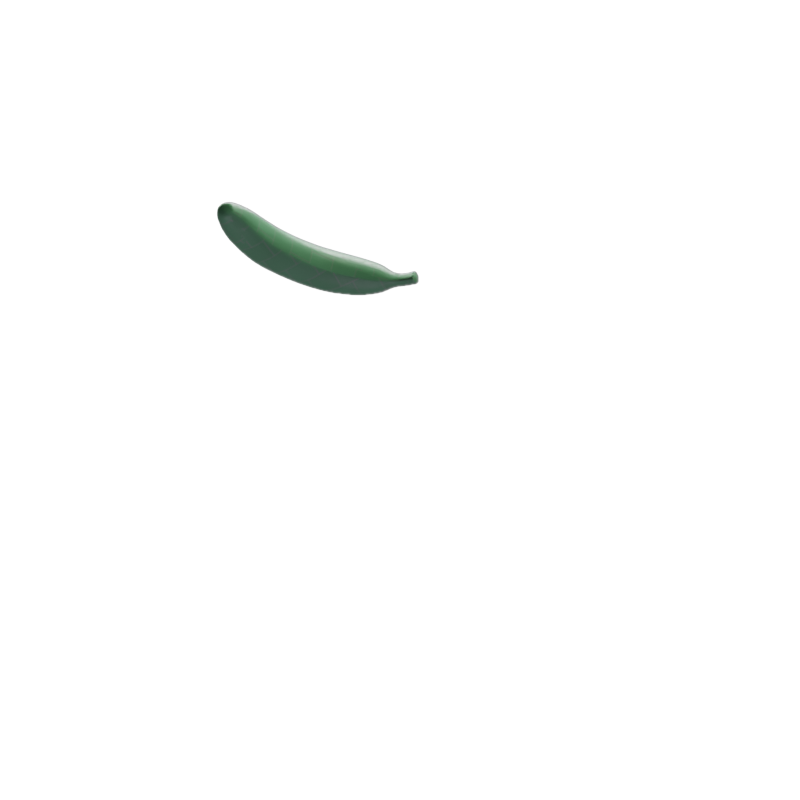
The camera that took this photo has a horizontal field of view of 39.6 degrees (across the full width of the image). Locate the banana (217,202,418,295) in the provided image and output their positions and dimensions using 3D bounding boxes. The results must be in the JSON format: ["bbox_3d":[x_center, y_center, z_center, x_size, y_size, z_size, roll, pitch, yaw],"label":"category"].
[{"bbox_3d":[-0.082,-0.129,0.976,0.189,0.039,0.068,15,-33,-27],"label":"banana"}]
